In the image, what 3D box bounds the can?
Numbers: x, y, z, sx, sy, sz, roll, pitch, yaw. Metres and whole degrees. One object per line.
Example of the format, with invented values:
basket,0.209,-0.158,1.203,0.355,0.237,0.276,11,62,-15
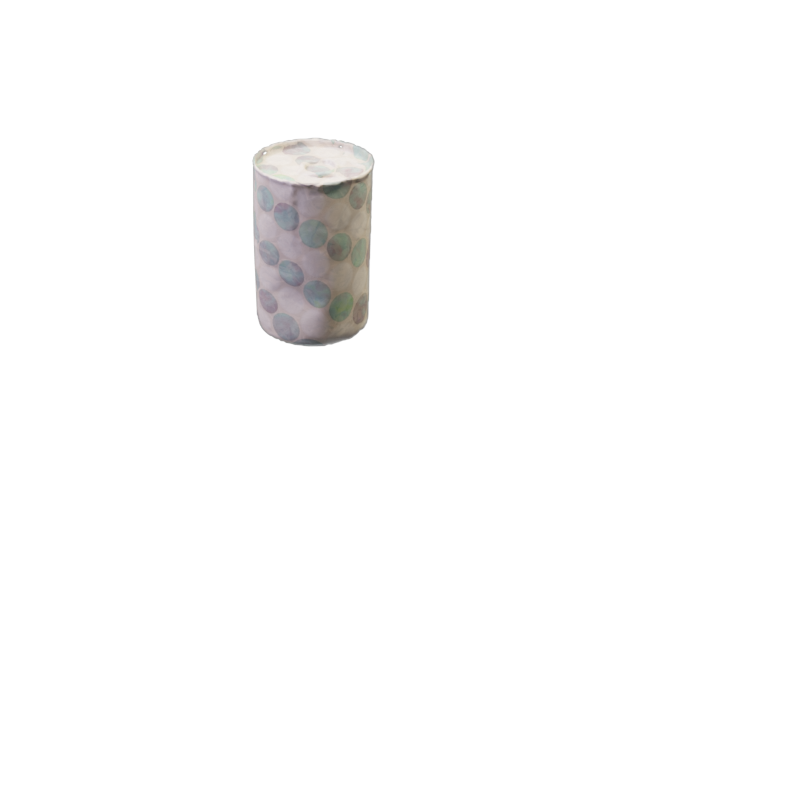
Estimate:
can,-0.050,-0.091,0.636,0.068,0.096,0.073,0,29,-2
